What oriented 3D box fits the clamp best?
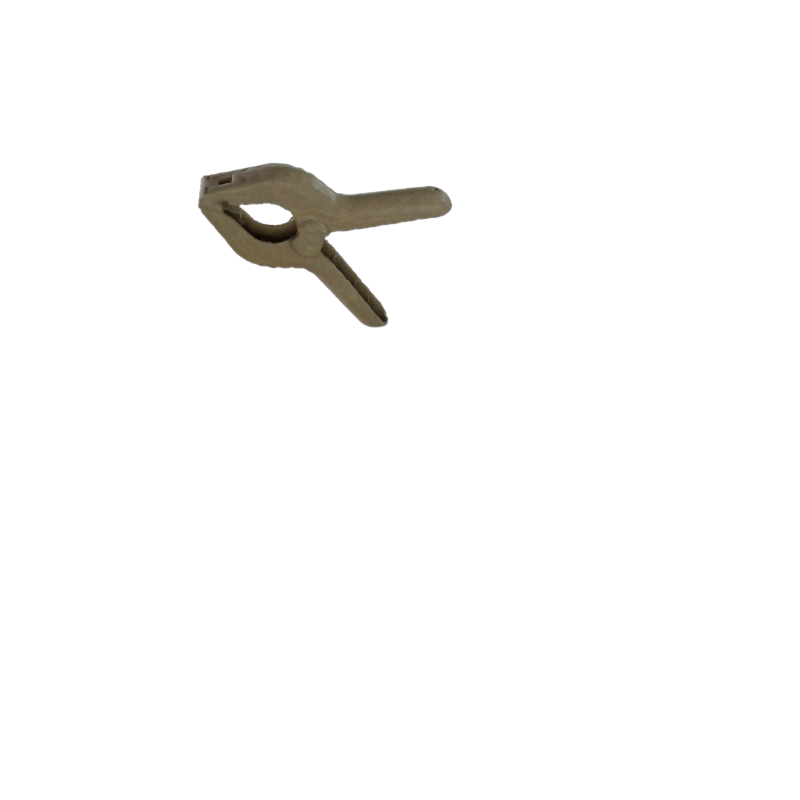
[{"bbox_3d":[-0.061,-0.111,0.777,0.169,0.115,0.042,12,28,-7],"label":"clamp"}]
